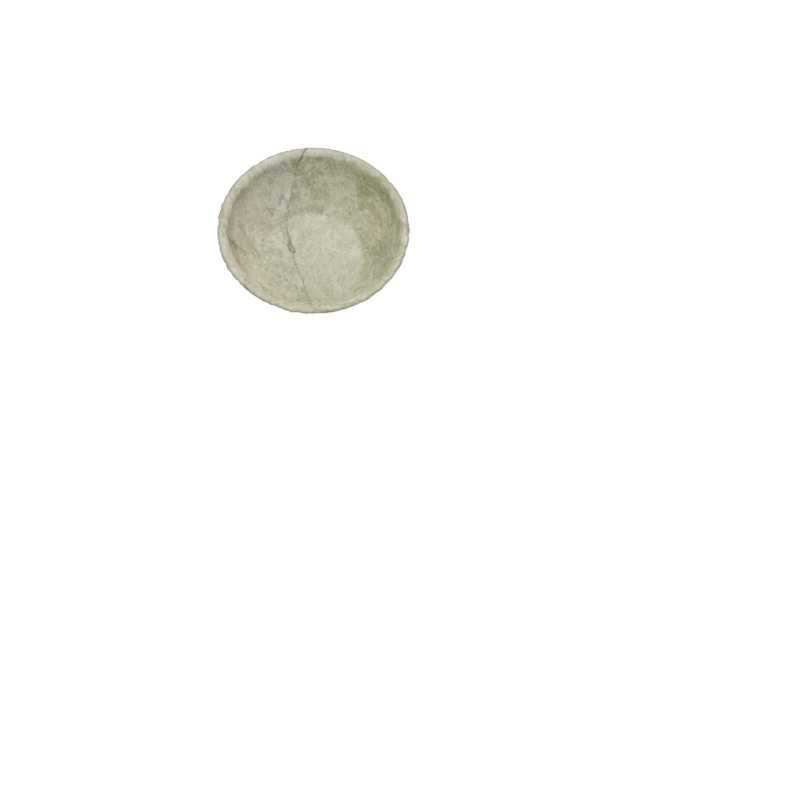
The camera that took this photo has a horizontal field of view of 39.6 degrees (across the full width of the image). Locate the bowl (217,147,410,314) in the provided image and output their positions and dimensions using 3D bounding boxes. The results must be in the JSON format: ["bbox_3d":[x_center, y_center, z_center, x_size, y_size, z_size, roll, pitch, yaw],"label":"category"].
[{"bbox_3d":[-0.075,-0.136,0.954,0.162,0.172,0.052,-1,-27,-1],"label":"bowl"}]
